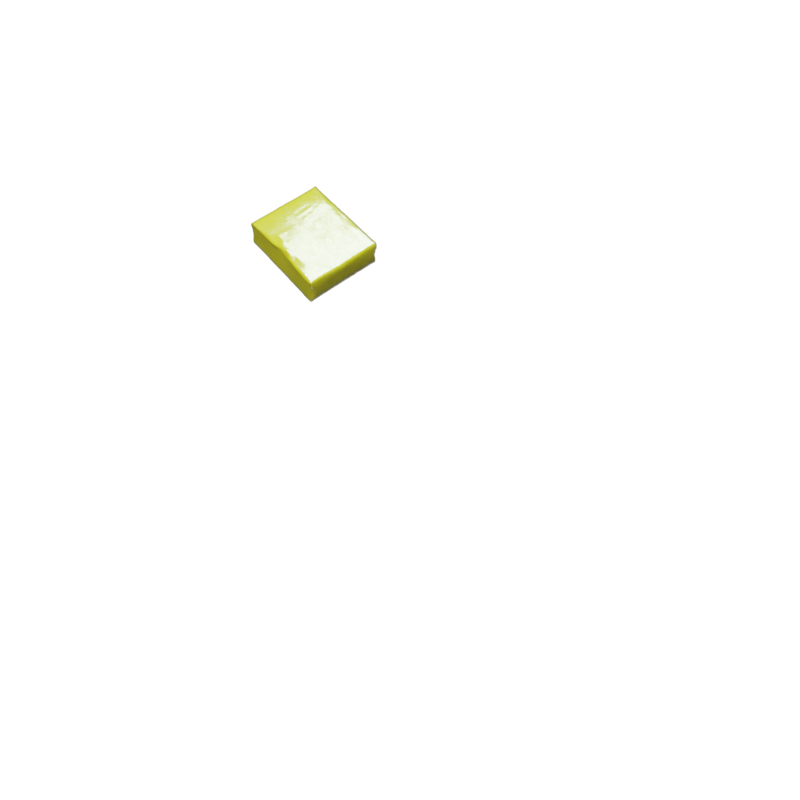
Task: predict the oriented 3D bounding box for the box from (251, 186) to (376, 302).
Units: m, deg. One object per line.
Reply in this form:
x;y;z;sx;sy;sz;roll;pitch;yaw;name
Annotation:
-0.076;-0.139;0.976;0.073;0.095;0.028;-32;-30;-22;box
